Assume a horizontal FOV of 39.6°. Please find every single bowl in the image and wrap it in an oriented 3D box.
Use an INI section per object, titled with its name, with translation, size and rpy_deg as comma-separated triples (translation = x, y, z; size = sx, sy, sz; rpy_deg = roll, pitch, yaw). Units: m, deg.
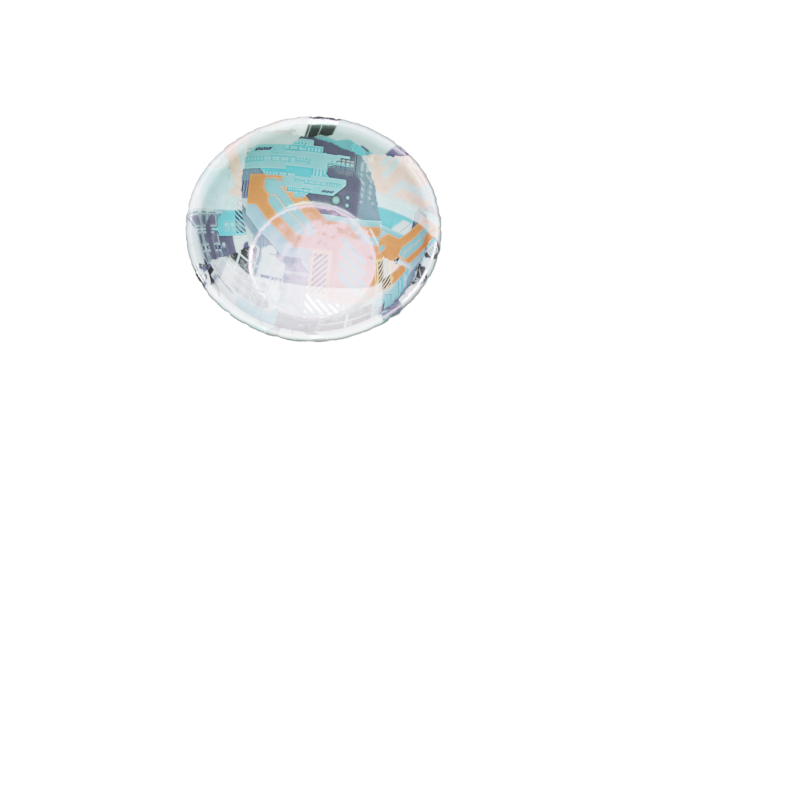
[bowl]
translation = -0.056, -0.103, 0.720
size = 0.162, 0.172, 0.052
rpy_deg = -1, -26, -1
